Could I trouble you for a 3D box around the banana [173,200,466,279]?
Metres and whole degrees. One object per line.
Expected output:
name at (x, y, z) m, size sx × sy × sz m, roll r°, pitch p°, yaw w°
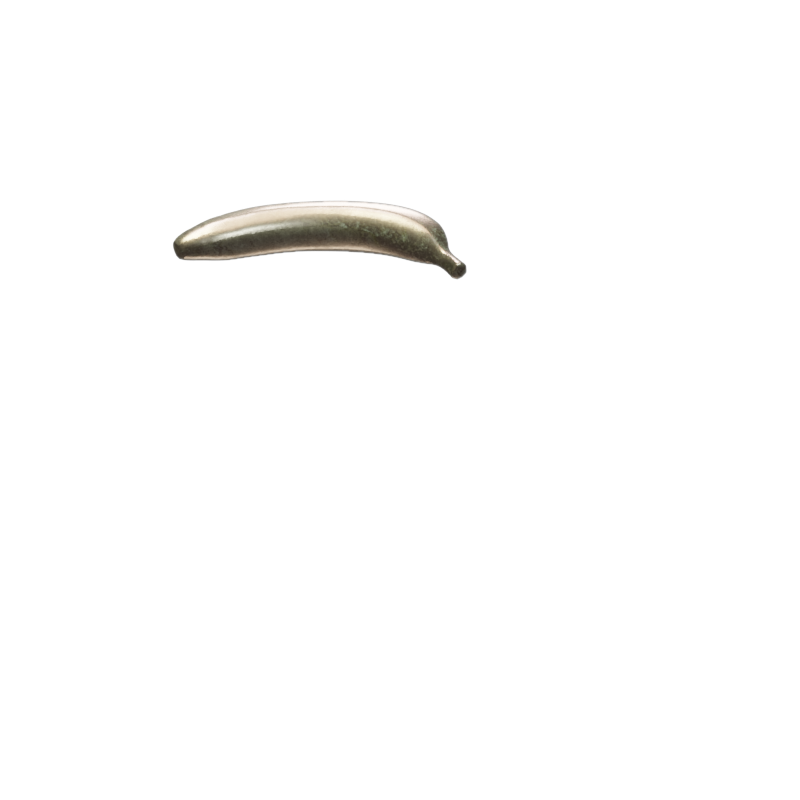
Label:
banana at (-0.054, -0.115, 0.765) m, size 0.199 × 0.035 × 0.072 m, roll 3°, pitch 24°, yaw 6°
